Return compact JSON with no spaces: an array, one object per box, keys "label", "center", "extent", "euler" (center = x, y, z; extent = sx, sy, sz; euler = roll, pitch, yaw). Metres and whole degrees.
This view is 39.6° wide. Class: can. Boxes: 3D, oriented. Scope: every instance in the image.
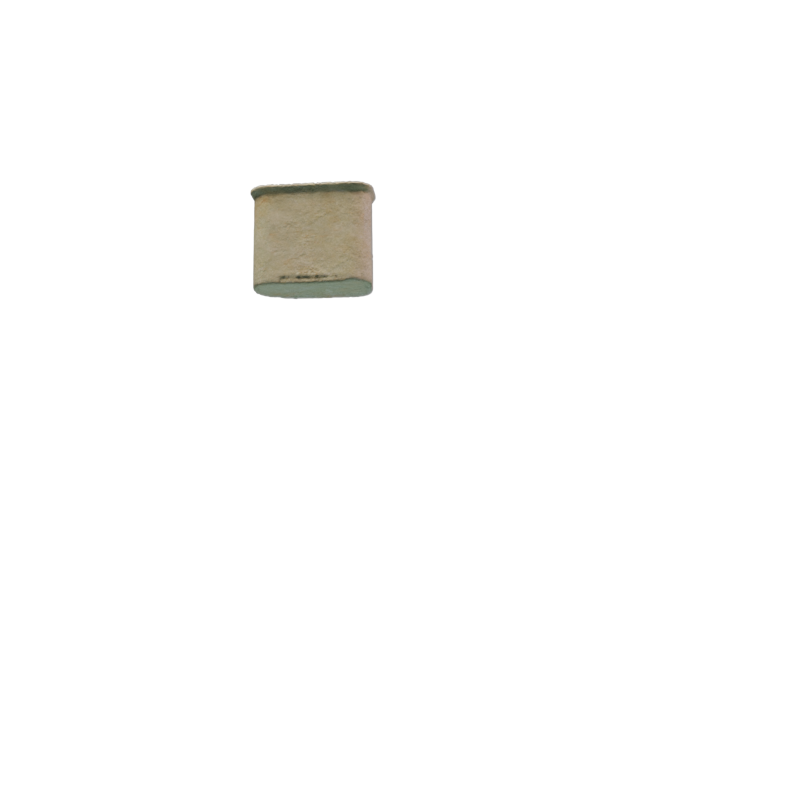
[{"label":"can","center":[-0.071,-0.129,0.907],"extent":[0.103,0.087,0.055],"euler":[-2,-14,6]}]
